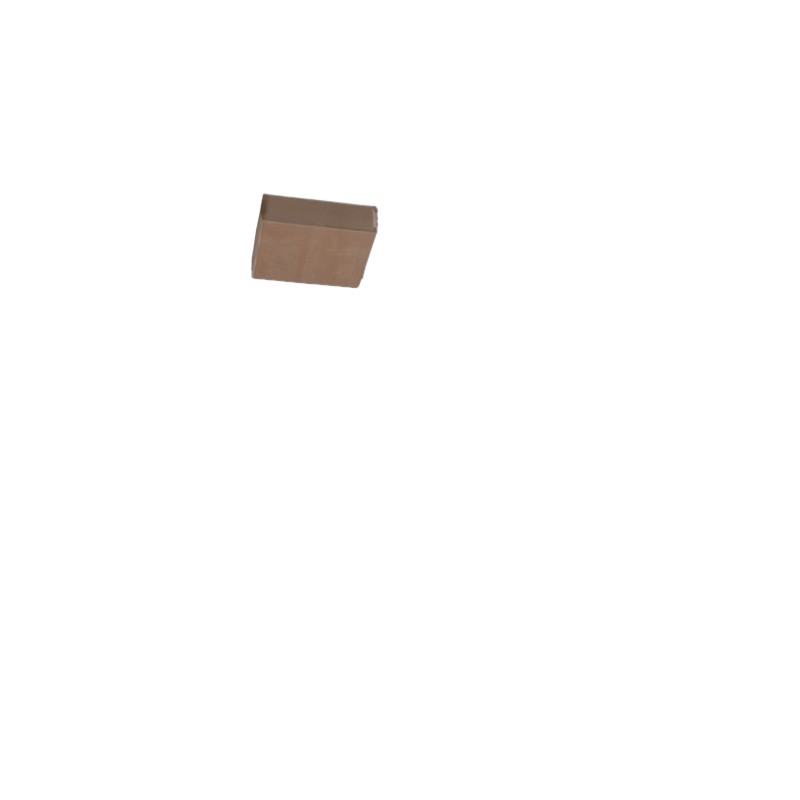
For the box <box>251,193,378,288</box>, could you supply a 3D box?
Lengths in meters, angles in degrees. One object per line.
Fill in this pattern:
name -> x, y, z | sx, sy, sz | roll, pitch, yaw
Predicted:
box -> -0.067, -0.122, 0.852 | 0.088, 0.032, 0.069 | 5, -34, -8
